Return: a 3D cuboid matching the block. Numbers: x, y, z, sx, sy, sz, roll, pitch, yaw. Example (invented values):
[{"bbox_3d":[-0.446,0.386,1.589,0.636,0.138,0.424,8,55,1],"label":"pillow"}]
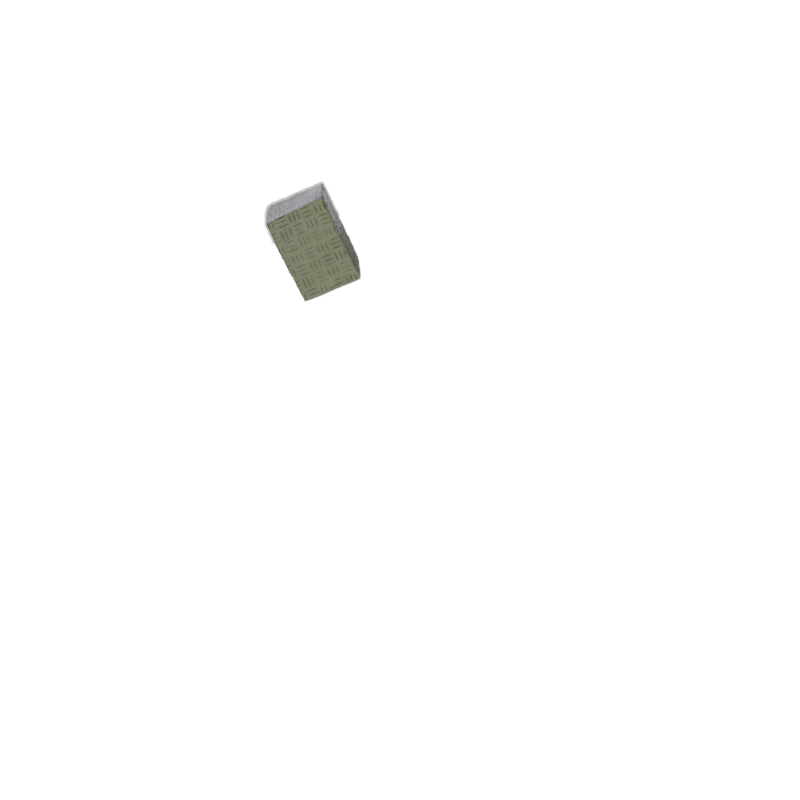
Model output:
[{"bbox_3d":[-0.072,-0.131,0.920,0.053,0.074,0.054,-23,21,7],"label":"block"}]
